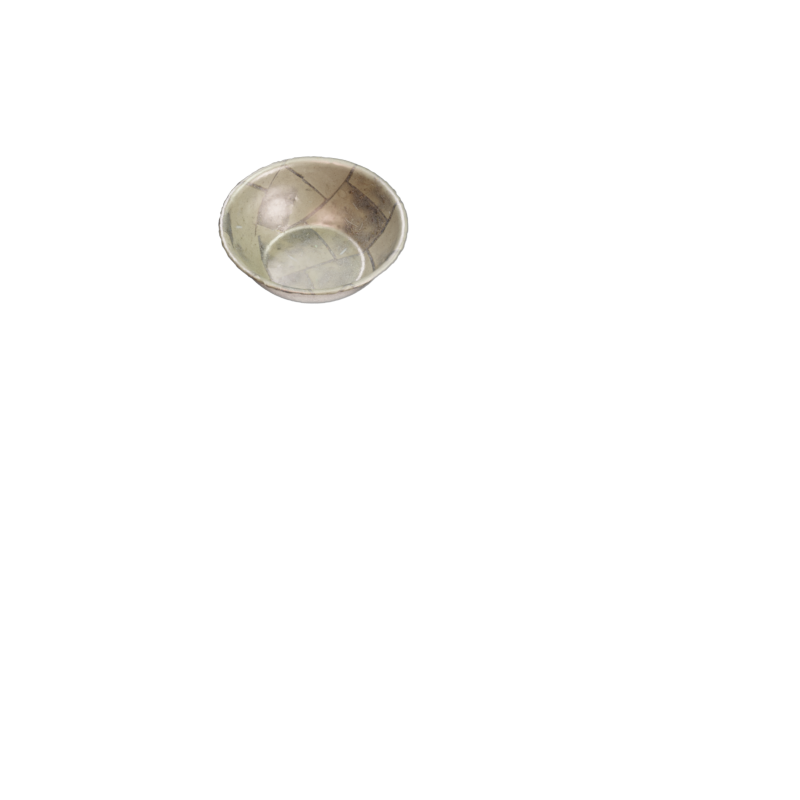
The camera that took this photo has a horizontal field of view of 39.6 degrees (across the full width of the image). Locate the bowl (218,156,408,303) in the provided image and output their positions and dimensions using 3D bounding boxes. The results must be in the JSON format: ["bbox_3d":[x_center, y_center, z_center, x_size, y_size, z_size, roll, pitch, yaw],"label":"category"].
[{"bbox_3d":[-0.075,-0.137,0.959,0.162,0.174,0.051,-1,-39,-1],"label":"bowl"}]
